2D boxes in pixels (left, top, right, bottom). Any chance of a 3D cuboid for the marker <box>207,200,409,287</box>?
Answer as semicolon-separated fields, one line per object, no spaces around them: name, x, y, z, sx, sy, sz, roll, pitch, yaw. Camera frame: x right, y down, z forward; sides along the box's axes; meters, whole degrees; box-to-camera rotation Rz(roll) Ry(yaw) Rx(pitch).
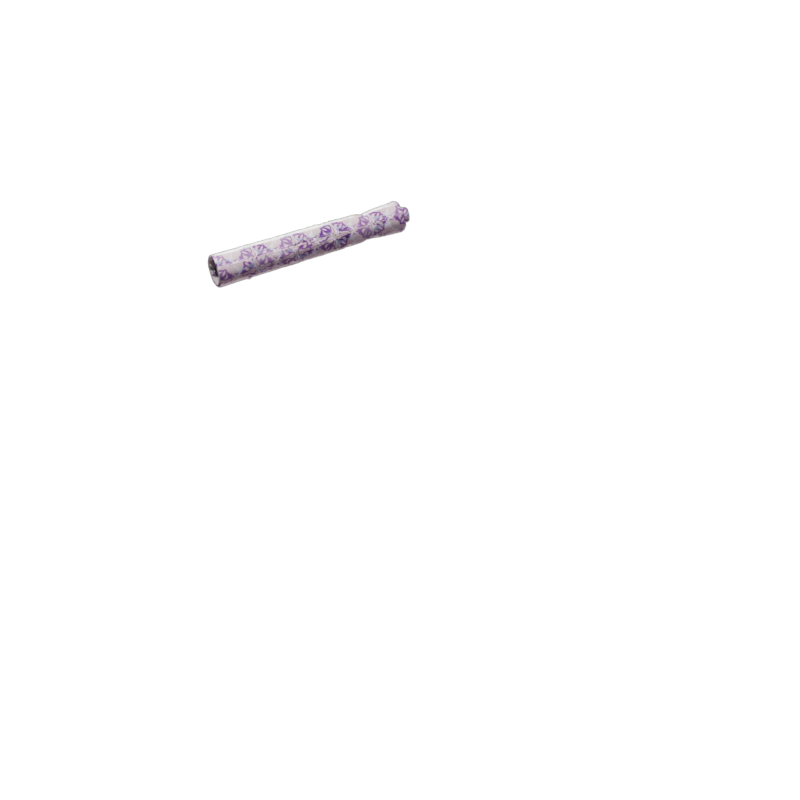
marker;-0.049;-0.089;0.623;0.120;0.019;0.020;-20;11;-21
